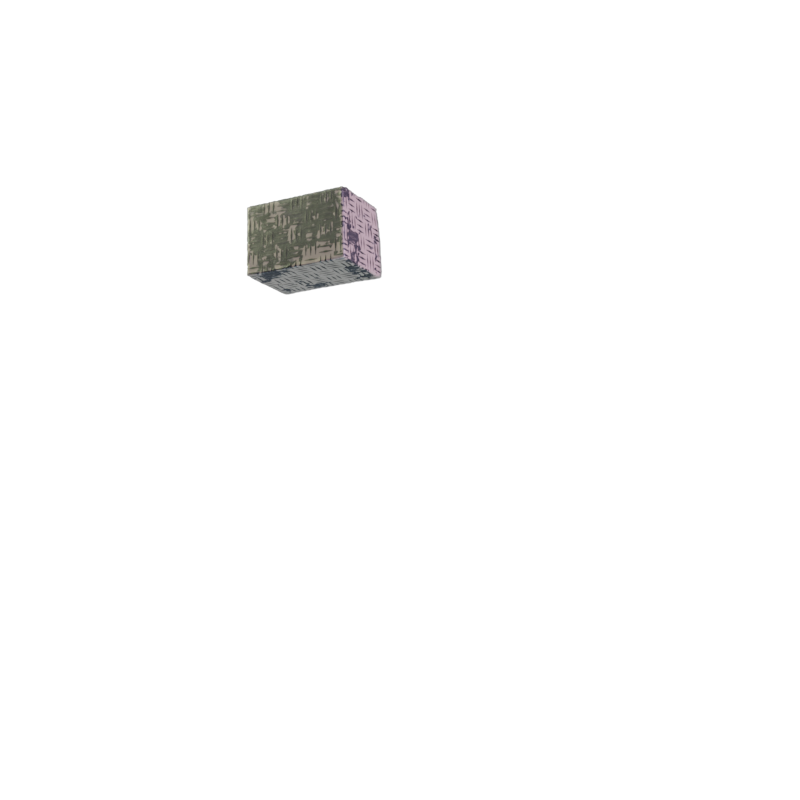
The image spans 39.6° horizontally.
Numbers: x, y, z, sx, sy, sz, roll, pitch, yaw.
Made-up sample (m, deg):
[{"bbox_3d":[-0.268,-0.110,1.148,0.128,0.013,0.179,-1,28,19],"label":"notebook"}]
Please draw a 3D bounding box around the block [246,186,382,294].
[{"bbox_3d":[-0.059,-0.107,0.751,0.080,0.053,0.049,-8,-17,26],"label":"block"}]
